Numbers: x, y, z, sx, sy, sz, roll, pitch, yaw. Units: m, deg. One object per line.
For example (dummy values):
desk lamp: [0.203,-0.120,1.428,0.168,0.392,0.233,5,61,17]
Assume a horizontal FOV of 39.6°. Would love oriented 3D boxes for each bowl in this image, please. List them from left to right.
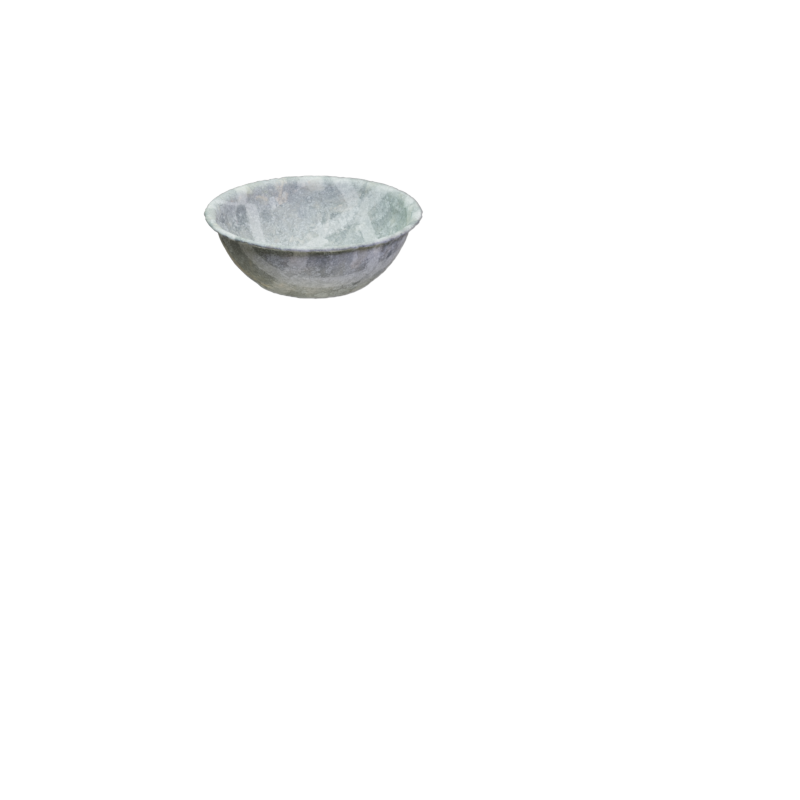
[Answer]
bowl: [-0.065,-0.119,0.833,0.162,0.052,0.171,-1,27,-2]
